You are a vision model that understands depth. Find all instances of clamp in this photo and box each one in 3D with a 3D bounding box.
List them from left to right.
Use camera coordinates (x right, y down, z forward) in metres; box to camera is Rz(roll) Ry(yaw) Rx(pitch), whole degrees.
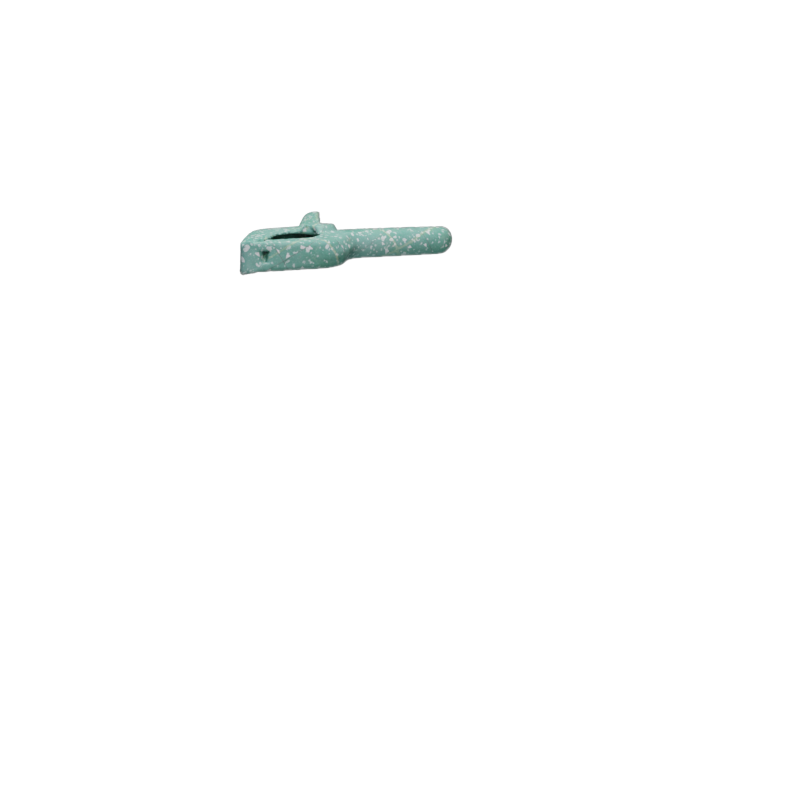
[{"bbox_3d":[-0.078,-0.142,0.996,0.173,0.035,0.205,14,22,40],"label":"clamp"}]
